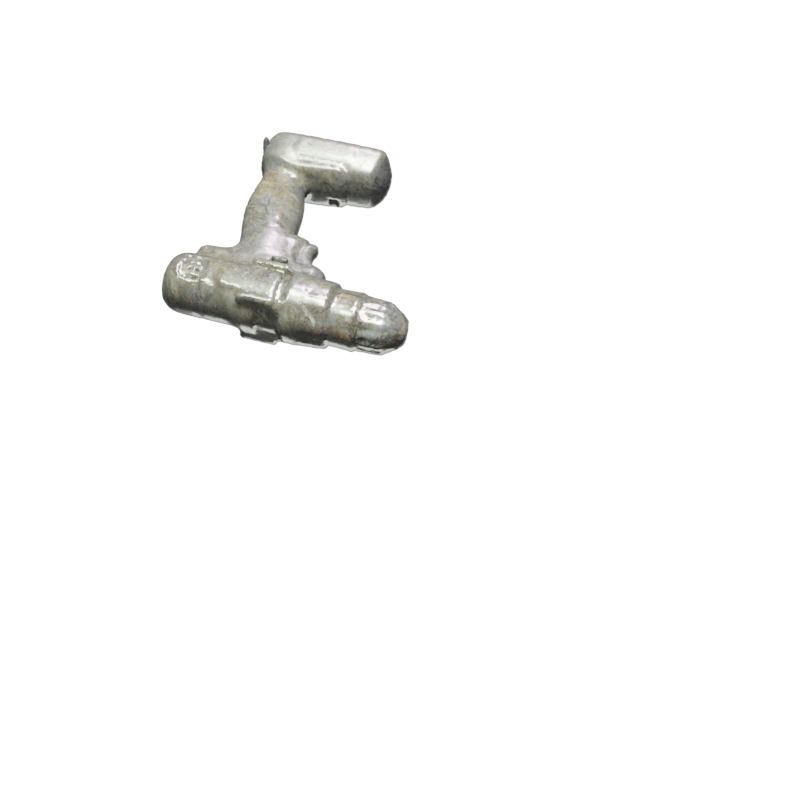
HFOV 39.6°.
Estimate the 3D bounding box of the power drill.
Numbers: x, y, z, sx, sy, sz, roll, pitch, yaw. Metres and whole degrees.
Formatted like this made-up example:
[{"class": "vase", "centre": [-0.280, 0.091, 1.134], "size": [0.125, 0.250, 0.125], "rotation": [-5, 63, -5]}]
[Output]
[{"class": "power drill", "centre": [-0.066, -0.121, 0.845], "size": [0.189, 0.197, 0.053], "rotation": [13, -41, 11]}]
